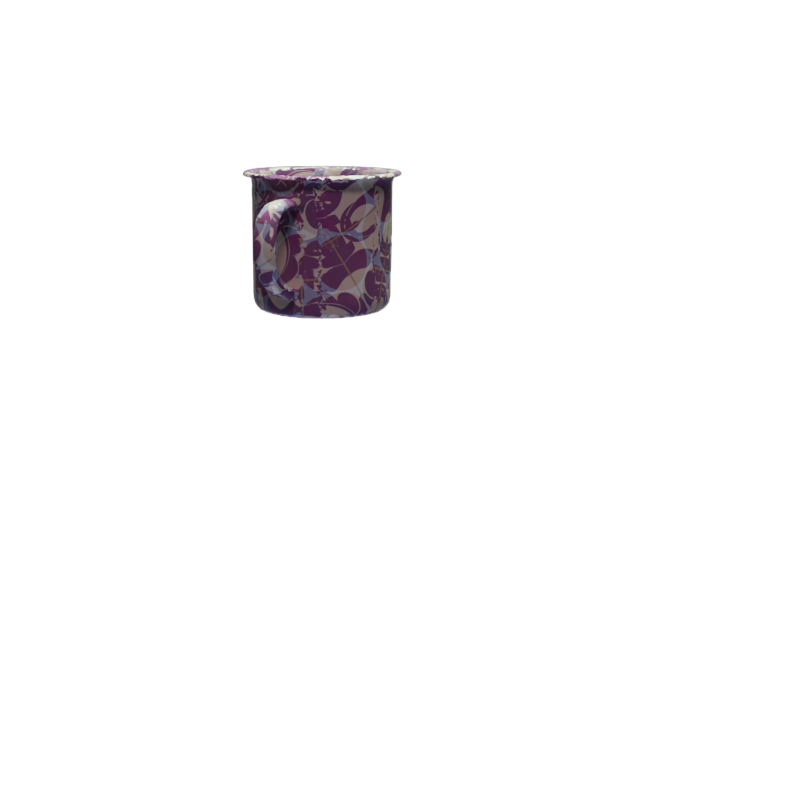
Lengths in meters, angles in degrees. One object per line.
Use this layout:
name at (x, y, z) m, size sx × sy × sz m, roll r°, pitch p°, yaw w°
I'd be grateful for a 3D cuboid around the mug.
mug at (-0.050, -0.092, 0.643) m, size 0.096 × 0.080 × 0.116 m, roll 5°, pitch 14°, yaw 22°
